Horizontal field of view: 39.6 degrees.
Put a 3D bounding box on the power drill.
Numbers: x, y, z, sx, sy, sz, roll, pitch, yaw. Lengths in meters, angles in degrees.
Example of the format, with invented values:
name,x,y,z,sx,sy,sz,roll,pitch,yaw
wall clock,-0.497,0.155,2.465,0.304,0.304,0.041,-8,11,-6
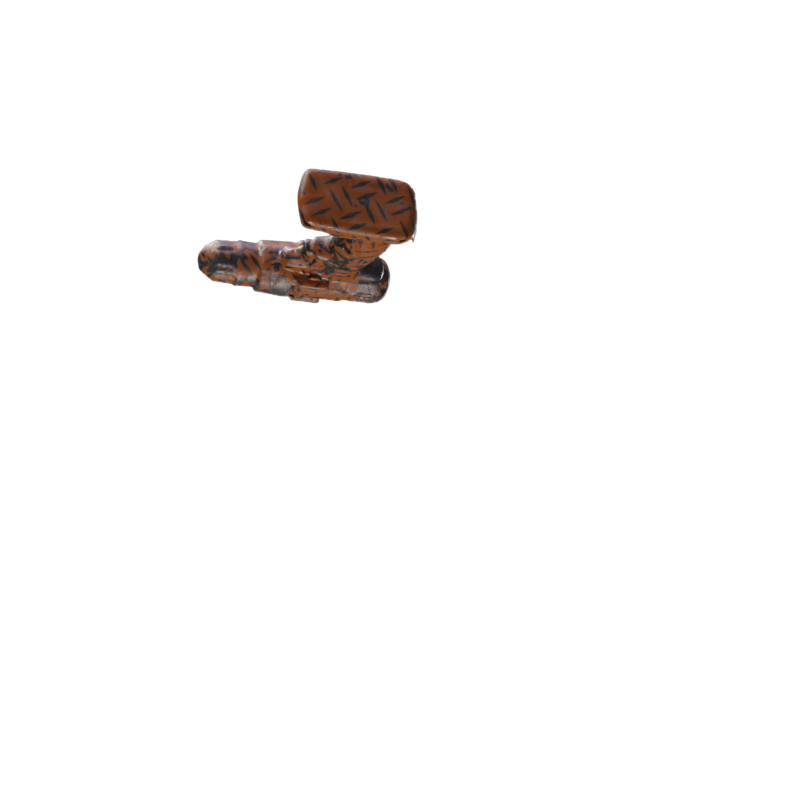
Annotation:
name,x,y,z,sx,sy,sz,roll,pitch,yaw
power drill,-0.078,-0.141,0.991,0.180,0.060,0.184,5,-16,-17
